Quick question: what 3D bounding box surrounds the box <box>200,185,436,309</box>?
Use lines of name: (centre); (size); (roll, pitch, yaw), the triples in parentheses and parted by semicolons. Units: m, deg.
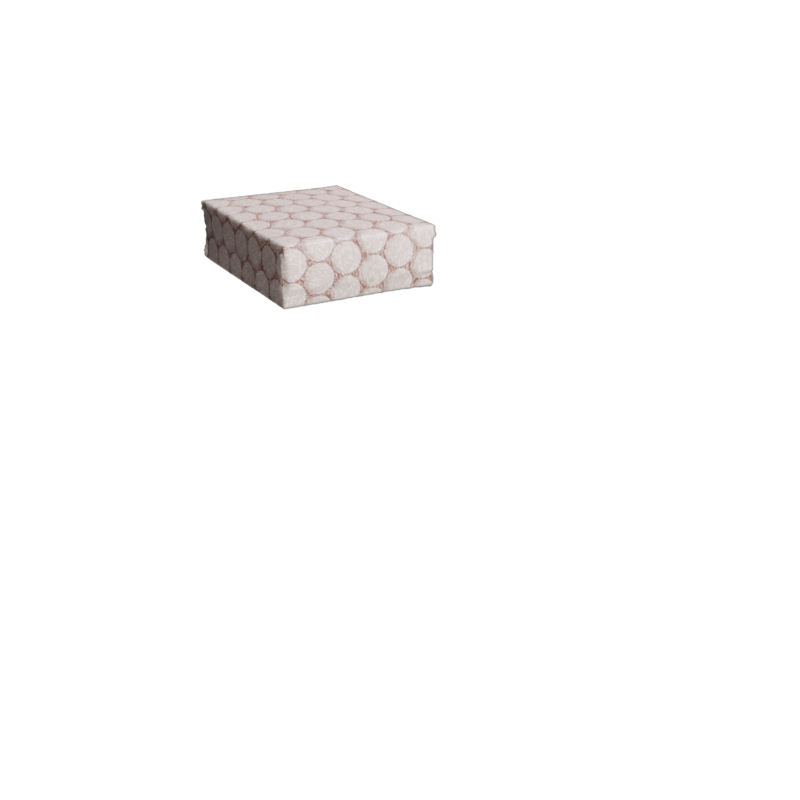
box: (-0.047, -0.087, 0.607); (0.088, 0.037, 0.121); (-11, 22, -28)
